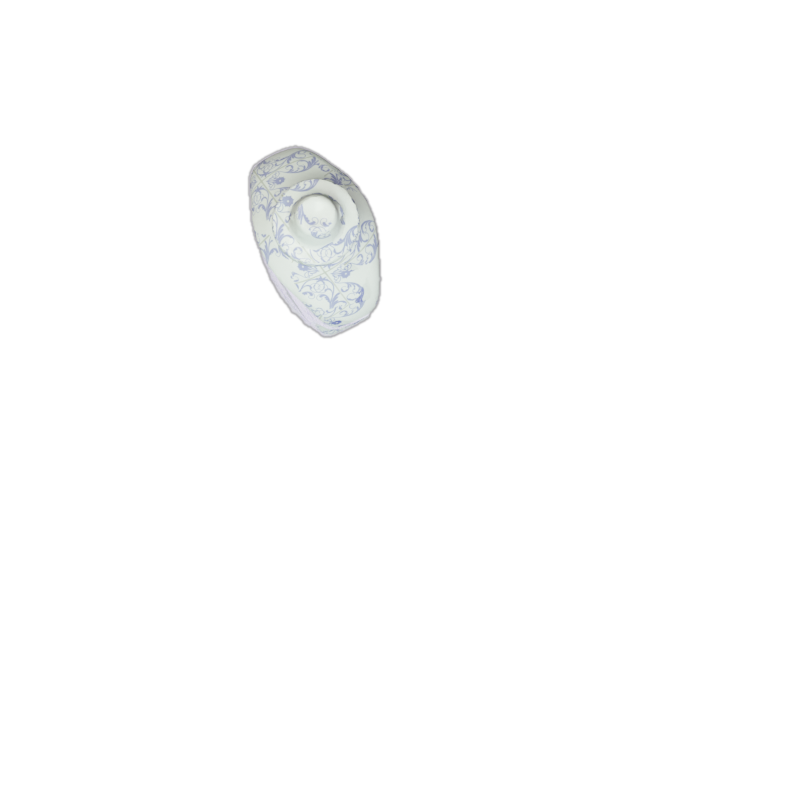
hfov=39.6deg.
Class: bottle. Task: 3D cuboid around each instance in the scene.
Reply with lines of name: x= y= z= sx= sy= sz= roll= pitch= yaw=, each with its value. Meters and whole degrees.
bottle: x=-0.045 y=-0.084 z=0.587 sx=0.058 sy=0.097 sz=0.191 roll=-24 pitch=1 yaw=-4
